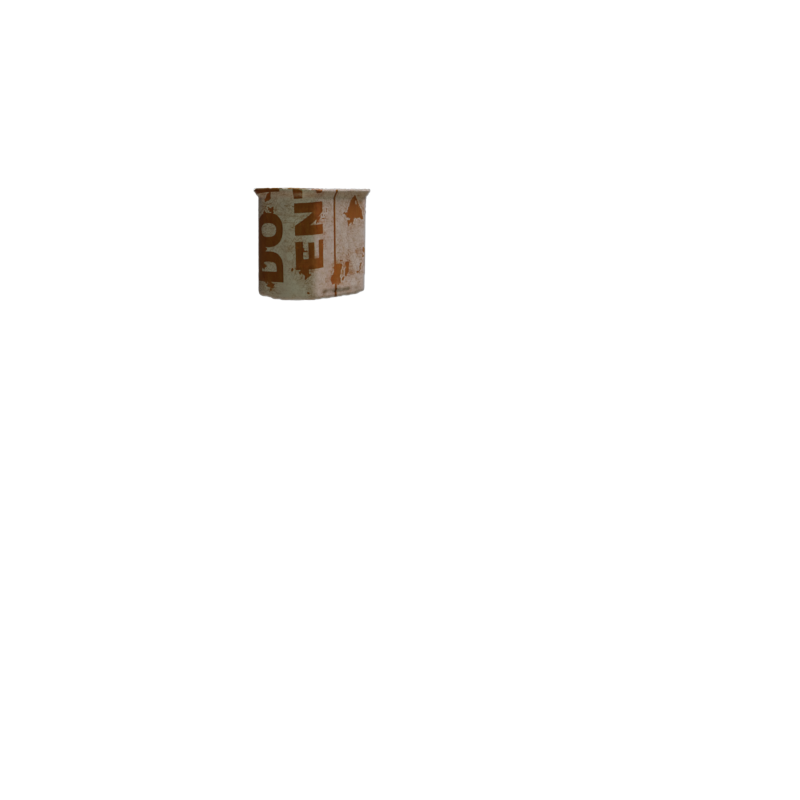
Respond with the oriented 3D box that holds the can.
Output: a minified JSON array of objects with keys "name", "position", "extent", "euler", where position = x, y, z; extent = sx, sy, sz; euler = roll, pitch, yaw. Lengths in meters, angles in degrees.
[{"name":"can","position":[-0.068,-0.123,0.864],"extent":[0.060,0.083,0.099],"euler":[4,8,32]}]
